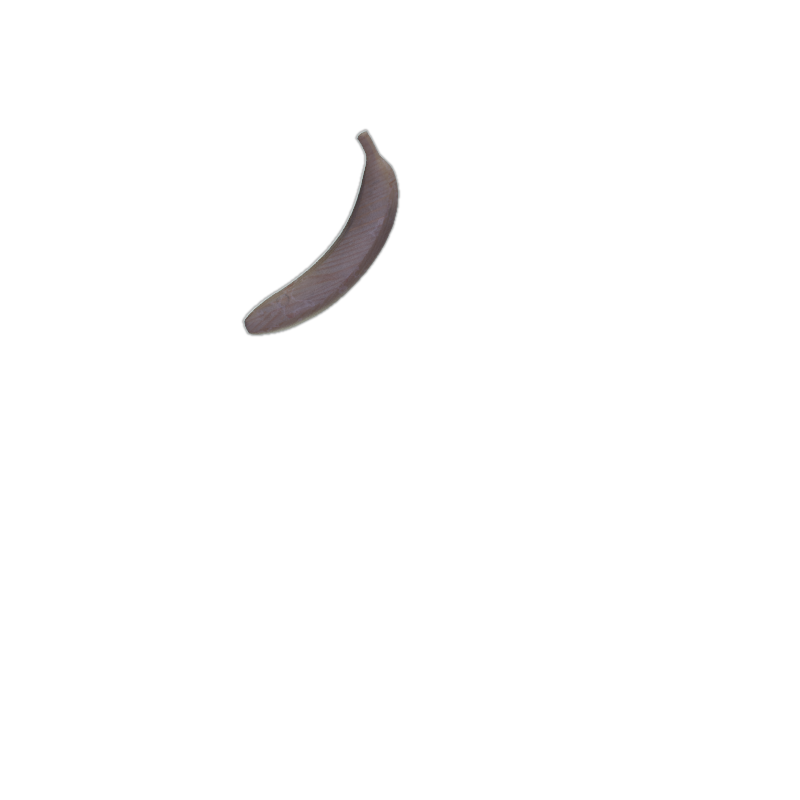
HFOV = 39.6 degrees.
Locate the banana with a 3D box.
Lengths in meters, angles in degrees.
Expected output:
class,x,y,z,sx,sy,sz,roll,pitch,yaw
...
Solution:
class,x,y,z,sx,sy,sz,roll,pitch,yaw
banana,-0.055,-0.127,0.933,0.069,0.196,0.038,31,8,-6
